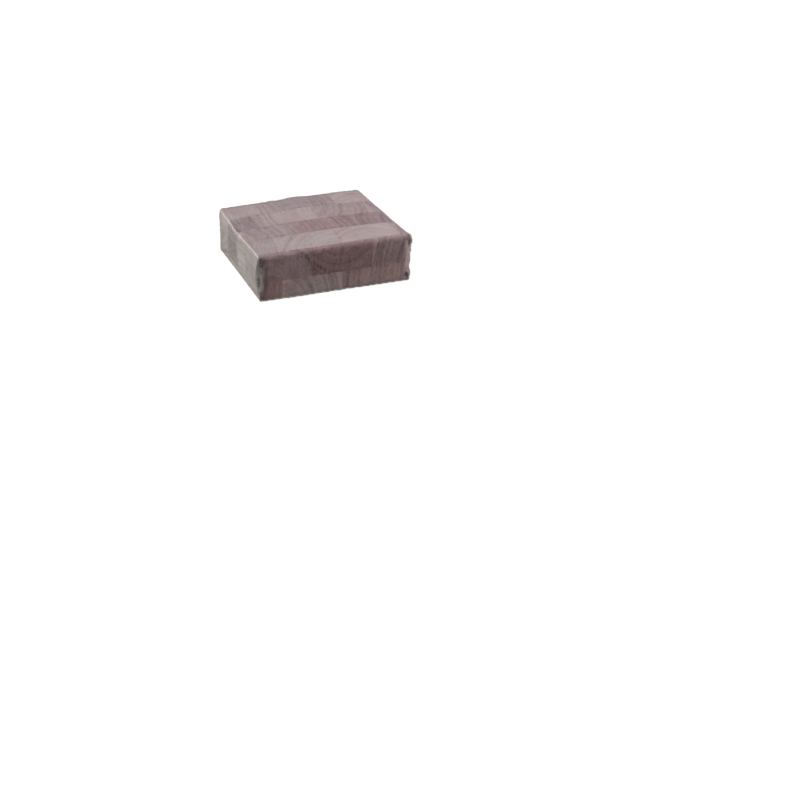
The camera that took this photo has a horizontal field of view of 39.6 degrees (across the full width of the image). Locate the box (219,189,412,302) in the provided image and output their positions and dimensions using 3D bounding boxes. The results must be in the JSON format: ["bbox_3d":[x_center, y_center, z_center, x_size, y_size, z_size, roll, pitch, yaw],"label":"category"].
[{"bbox_3d":[-0.048,-0.088,0.615,0.088,0.028,0.079,-11,32,-19],"label":"box"}]
